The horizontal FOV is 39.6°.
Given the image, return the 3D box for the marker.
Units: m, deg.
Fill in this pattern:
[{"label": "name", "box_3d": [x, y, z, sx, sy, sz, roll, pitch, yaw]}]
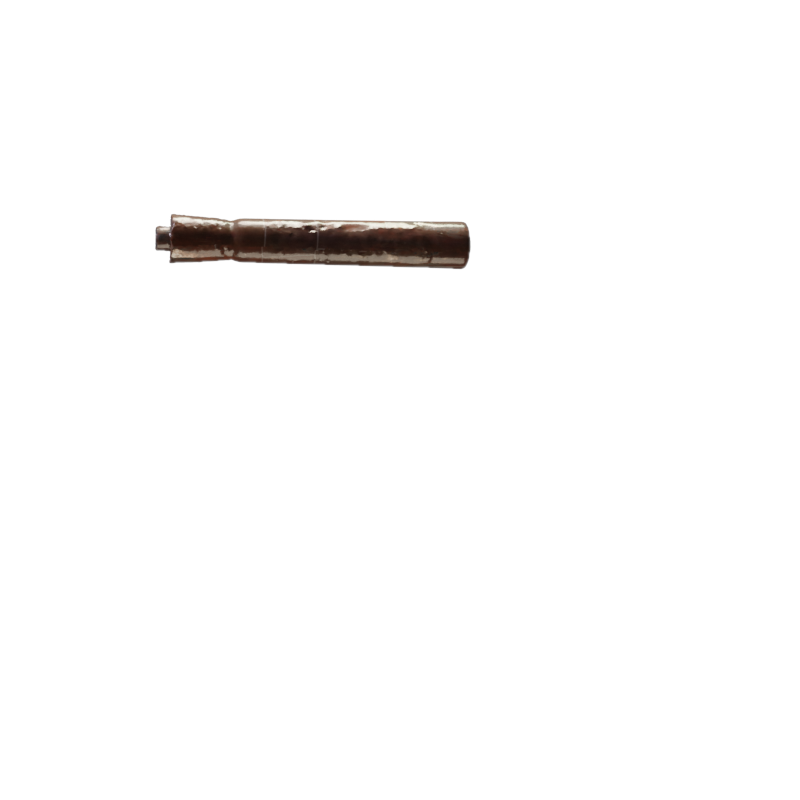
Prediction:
[{"label": "marker", "box_3d": [-0.034, -0.061, 0.429, 0.119, 0.020, 0.020, 0, 4, -9]}]
